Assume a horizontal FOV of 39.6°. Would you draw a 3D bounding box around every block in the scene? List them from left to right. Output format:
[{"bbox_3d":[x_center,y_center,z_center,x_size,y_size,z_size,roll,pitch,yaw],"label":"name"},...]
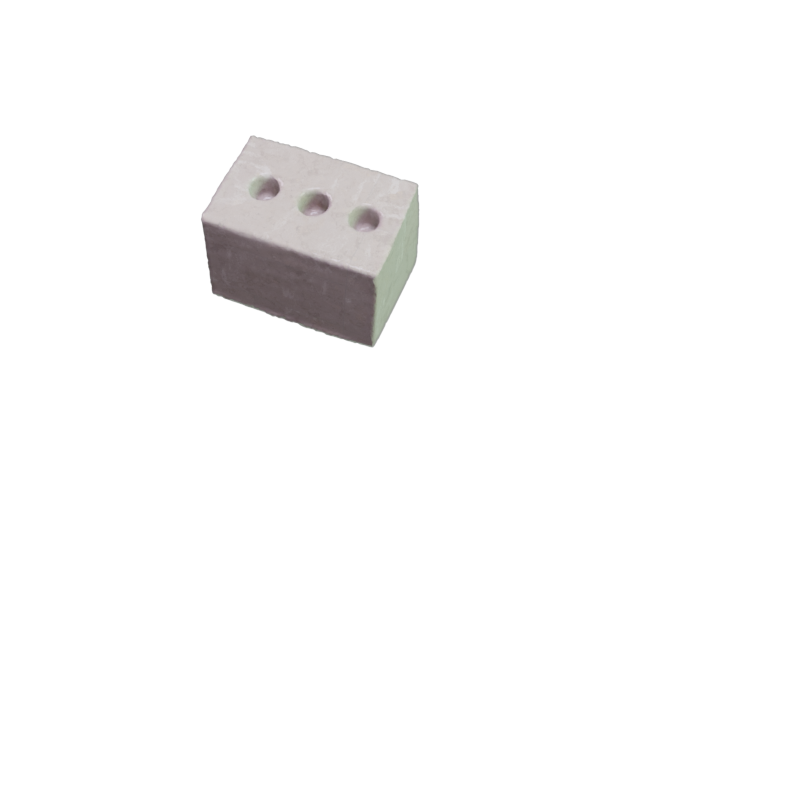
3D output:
[{"bbox_3d":[-0.036,-0.066,0.464,0.080,0.055,0.048,18,-35,12],"label":"block"}]
